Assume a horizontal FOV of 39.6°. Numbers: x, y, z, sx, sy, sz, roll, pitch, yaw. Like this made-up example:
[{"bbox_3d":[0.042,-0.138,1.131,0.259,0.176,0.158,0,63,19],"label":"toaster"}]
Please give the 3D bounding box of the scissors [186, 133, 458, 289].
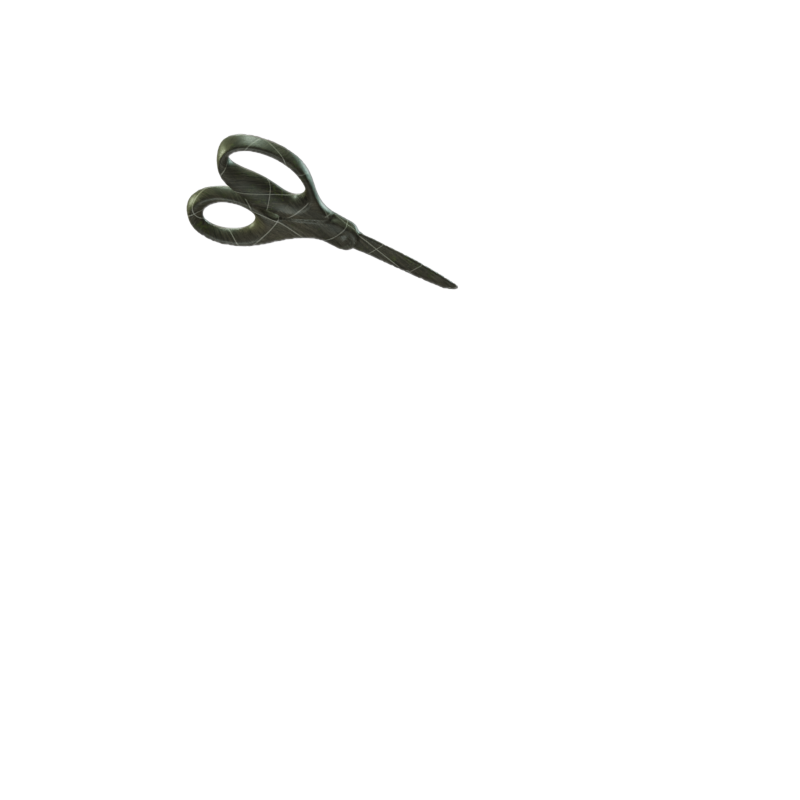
[{"bbox_3d":[-0.058,-0.105,0.737,0.096,0.017,0.188,-27,-46,29],"label":"scissors"}]
